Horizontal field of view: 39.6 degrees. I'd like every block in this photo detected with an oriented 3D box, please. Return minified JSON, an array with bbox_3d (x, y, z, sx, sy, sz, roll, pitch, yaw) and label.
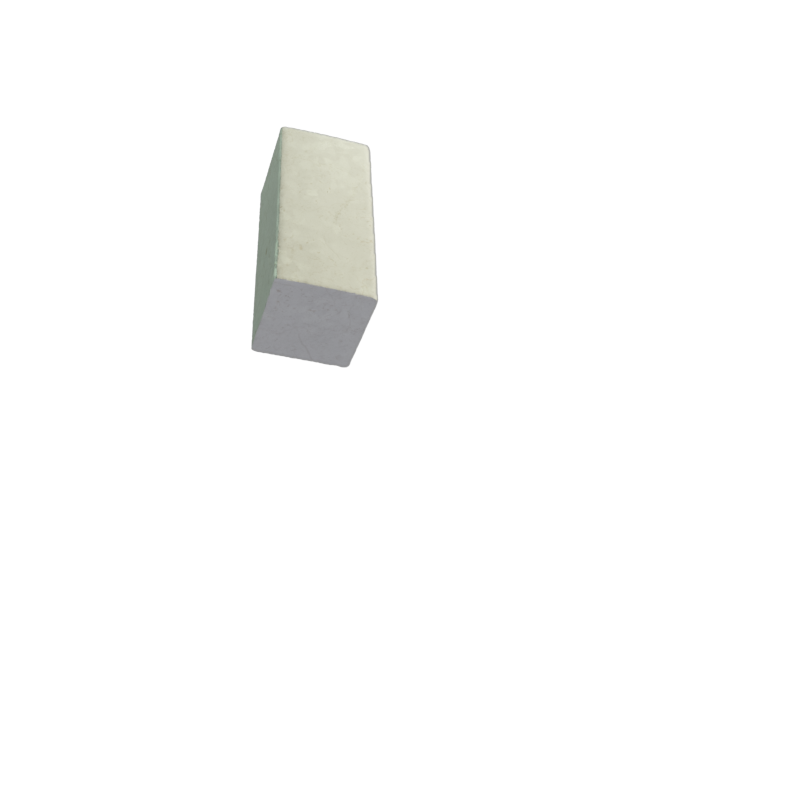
[{"bbox_3d":[-0.077,-0.142,0.997,0.088,0.221,0.086,10,-46,-14],"label":"block"}]
